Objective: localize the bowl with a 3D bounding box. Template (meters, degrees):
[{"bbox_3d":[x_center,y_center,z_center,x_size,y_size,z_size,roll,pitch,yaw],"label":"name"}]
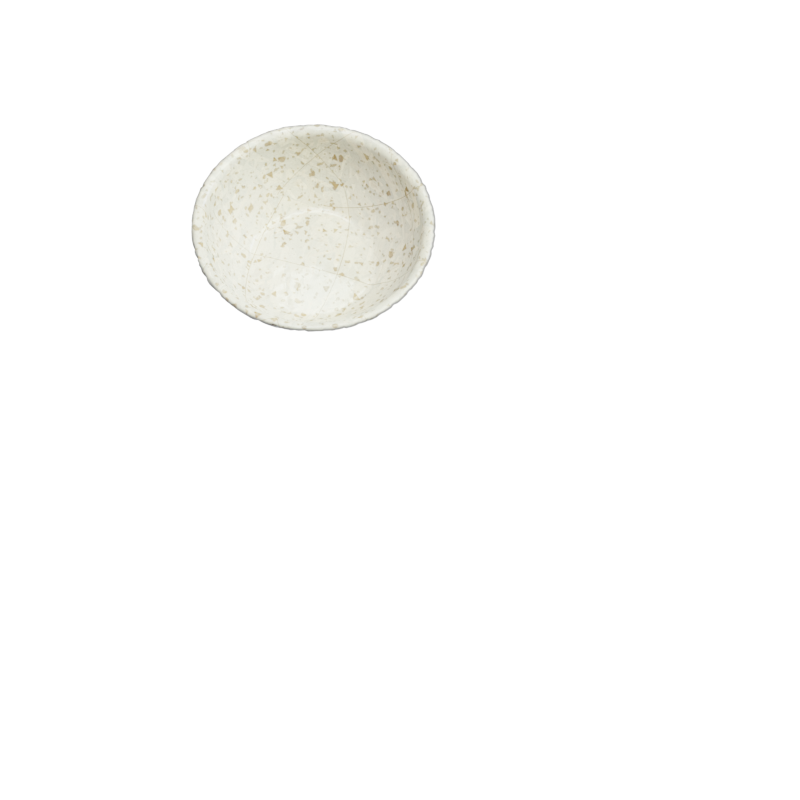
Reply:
[{"bbox_3d":[-0.059,-0.108,0.756,0.162,0.172,0.052,-1,-29,-1],"label":"bowl"}]
